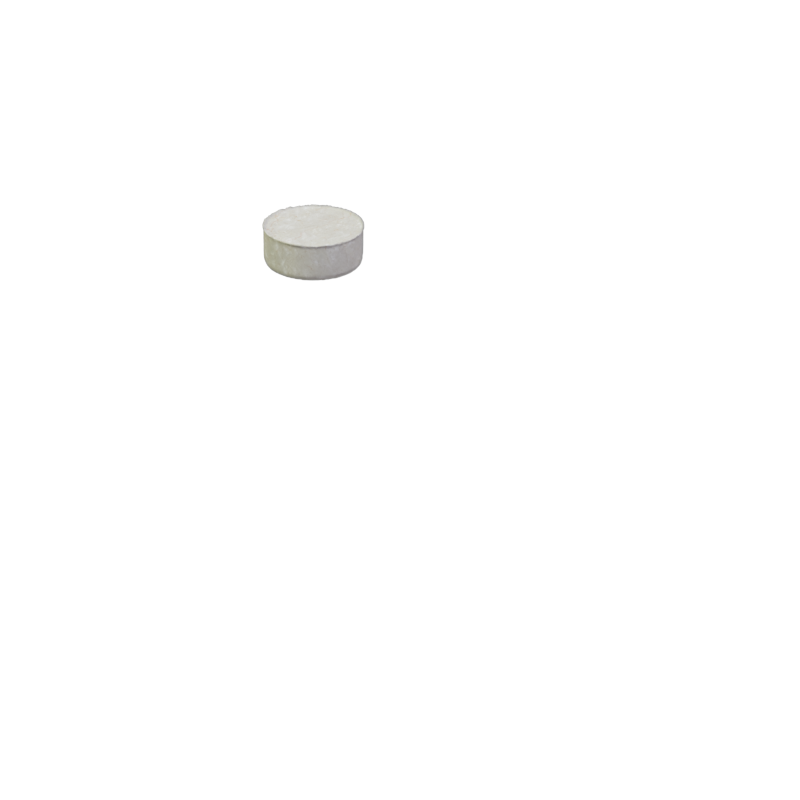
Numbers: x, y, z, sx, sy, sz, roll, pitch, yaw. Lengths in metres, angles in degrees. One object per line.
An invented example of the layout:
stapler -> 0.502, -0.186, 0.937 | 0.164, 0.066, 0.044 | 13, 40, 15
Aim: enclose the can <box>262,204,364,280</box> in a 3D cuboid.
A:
can -> -0.073, -0.134, 0.938 | 0.086, 0.032, 0.091 | -1, 30, -2
